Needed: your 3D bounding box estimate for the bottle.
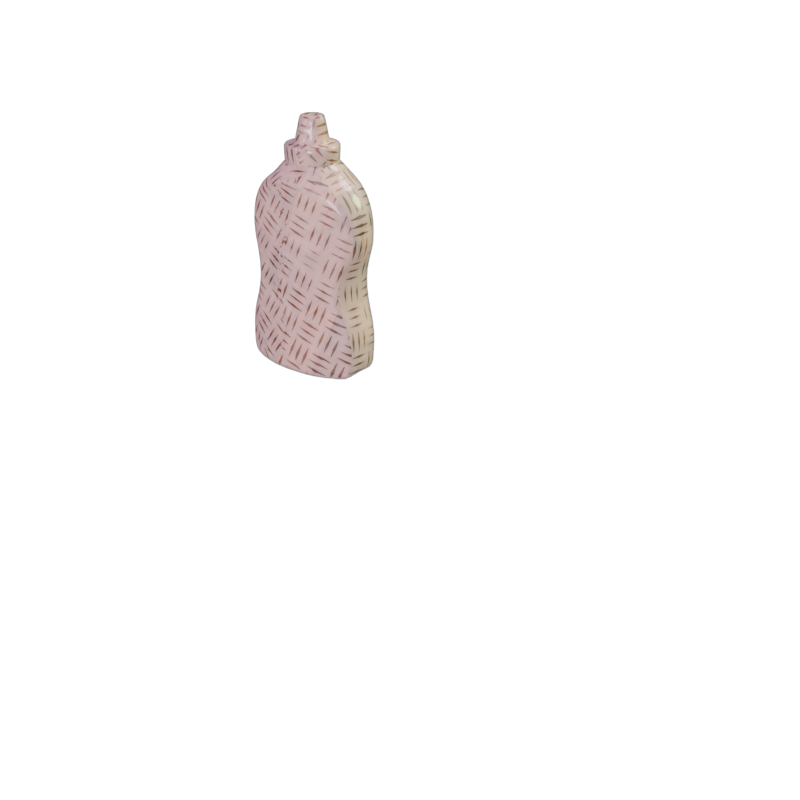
[{"bbox_3d":[-0.064,-0.117,0.818,0.101,0.183,0.058,17,25,36],"label":"bottle"}]
